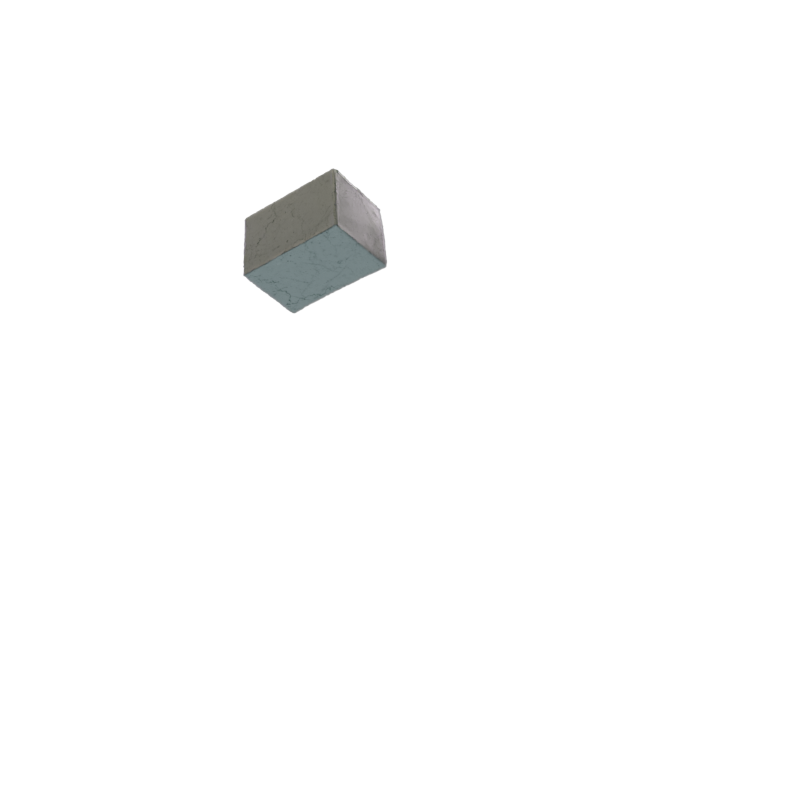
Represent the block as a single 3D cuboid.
[{"bbox_3d":[-0.056,-0.101,0.710,0.078,0.055,0.049,-24,-43,27],"label":"block"}]
